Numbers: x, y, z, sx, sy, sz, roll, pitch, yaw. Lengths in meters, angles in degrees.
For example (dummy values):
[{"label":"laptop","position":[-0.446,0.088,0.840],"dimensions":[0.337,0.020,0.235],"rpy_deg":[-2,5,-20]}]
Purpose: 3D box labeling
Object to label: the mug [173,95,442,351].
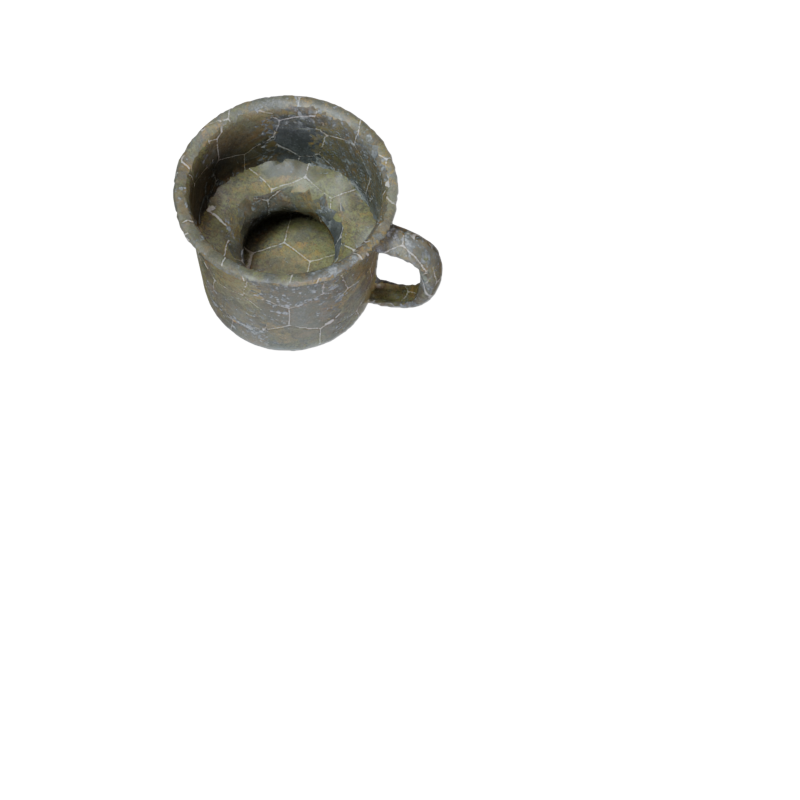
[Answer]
[{"label":"mug","position":[-0.038,-0.070,0.489],"dimensions":[0.119,0.097,0.077],"rpy_deg":[17,-26,7]}]
